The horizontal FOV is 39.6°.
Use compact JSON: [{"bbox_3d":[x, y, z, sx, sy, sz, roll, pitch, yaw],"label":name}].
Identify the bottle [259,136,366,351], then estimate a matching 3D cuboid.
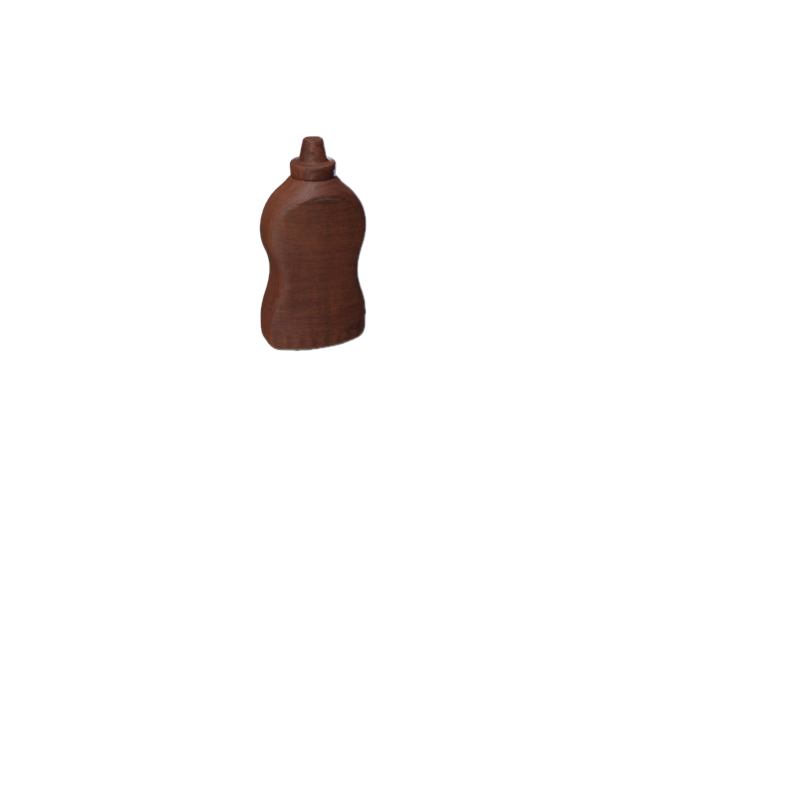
[{"bbox_3d":[-0.078,-0.142,0.997,0.094,0.182,0.062,-7,24,-19],"label":"bottle"}]
